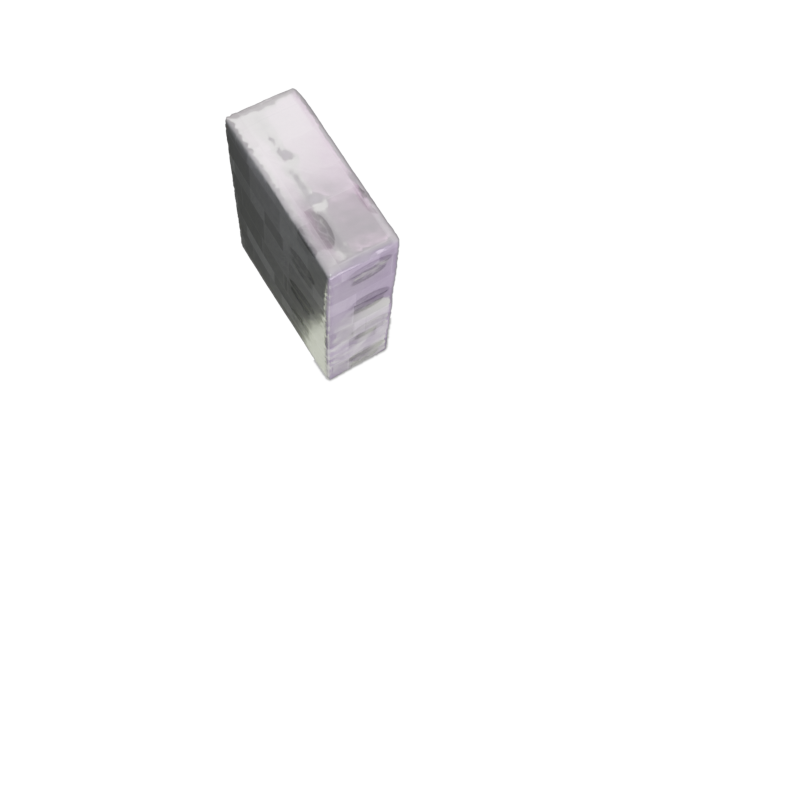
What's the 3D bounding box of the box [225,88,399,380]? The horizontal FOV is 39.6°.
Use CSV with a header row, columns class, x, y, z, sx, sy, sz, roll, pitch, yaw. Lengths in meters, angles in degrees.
class,x,y,z,sx,sy,sz,roll,pitch,yaw
box,-0.073,-0.132,0.928,0.072,0.173,0.203,-28,-19,-14
